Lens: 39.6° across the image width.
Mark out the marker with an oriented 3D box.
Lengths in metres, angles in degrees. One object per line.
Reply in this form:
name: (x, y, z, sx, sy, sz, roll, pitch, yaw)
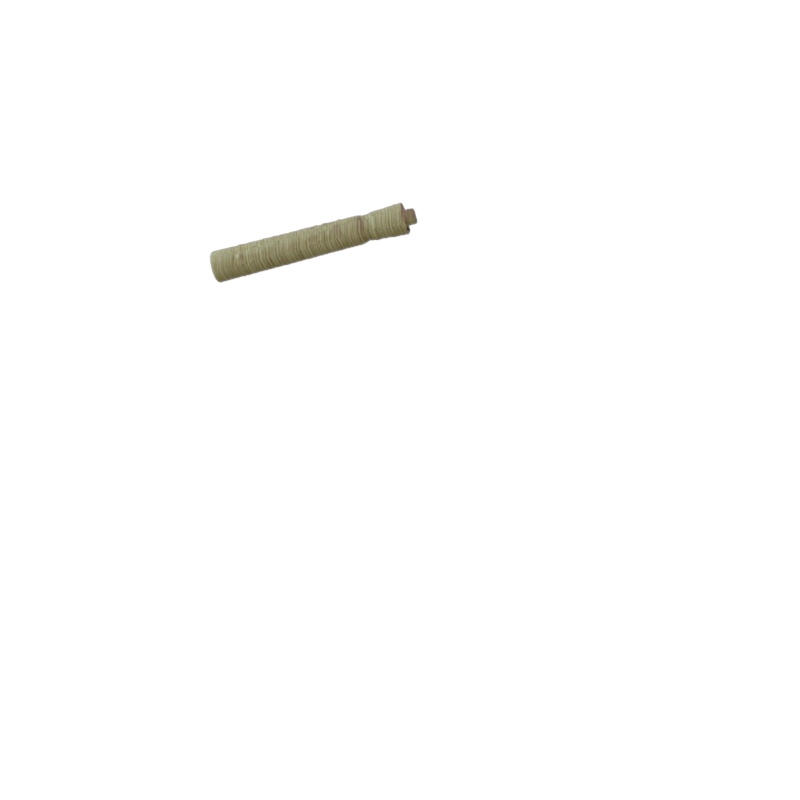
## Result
marker: (-0.050, -0.091, 0.636, 0.122, 0.020, 0.020, -13, 2, 11)
